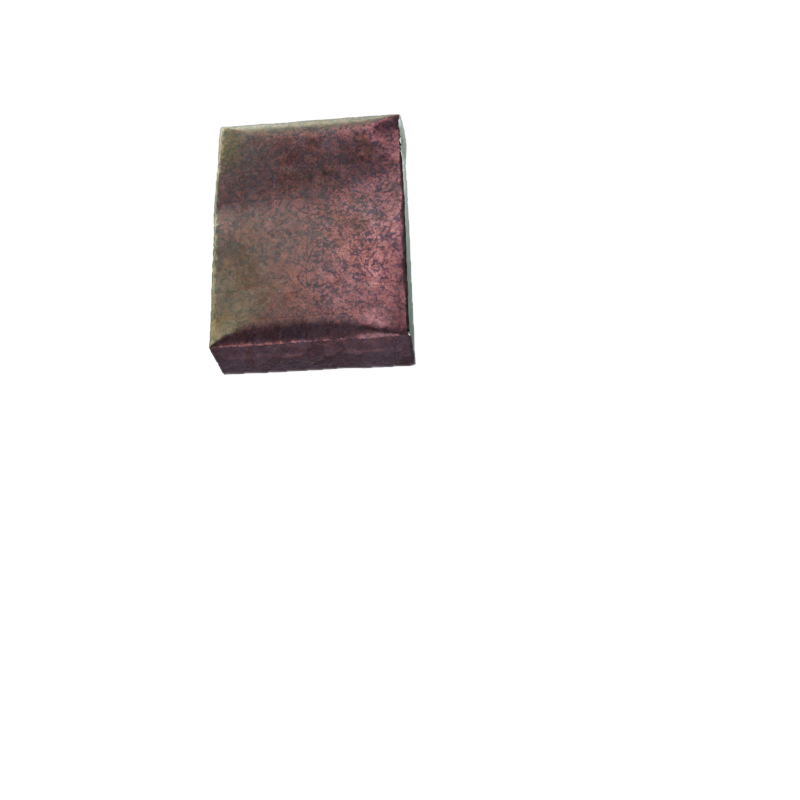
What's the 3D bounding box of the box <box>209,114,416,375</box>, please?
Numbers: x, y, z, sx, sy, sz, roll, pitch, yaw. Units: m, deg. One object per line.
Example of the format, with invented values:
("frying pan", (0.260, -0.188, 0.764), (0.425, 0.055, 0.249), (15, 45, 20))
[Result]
("box", (-0.074, -0.135, 0.943), (0.165, 0.226, 0.067), (-4, -25, 5))
